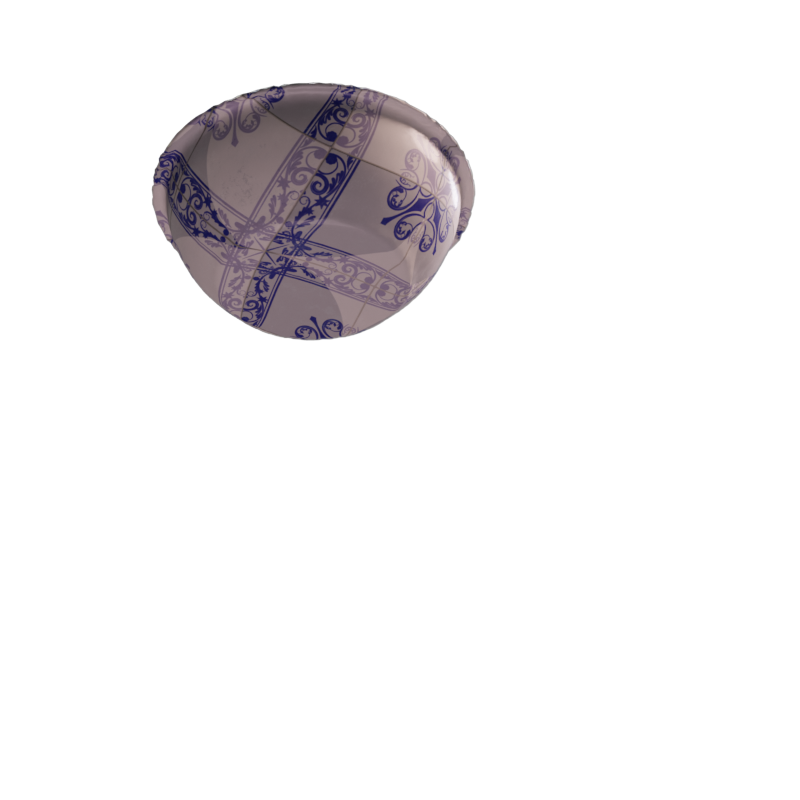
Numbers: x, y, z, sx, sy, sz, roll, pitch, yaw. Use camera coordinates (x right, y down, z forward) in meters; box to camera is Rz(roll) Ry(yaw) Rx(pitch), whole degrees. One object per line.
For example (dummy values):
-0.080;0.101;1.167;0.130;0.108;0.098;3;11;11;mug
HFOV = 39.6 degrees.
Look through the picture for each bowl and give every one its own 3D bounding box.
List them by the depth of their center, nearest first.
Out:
-0.042;-0.077;0.541;0.162;0.059;0.151;1;-36;-2;bowl
